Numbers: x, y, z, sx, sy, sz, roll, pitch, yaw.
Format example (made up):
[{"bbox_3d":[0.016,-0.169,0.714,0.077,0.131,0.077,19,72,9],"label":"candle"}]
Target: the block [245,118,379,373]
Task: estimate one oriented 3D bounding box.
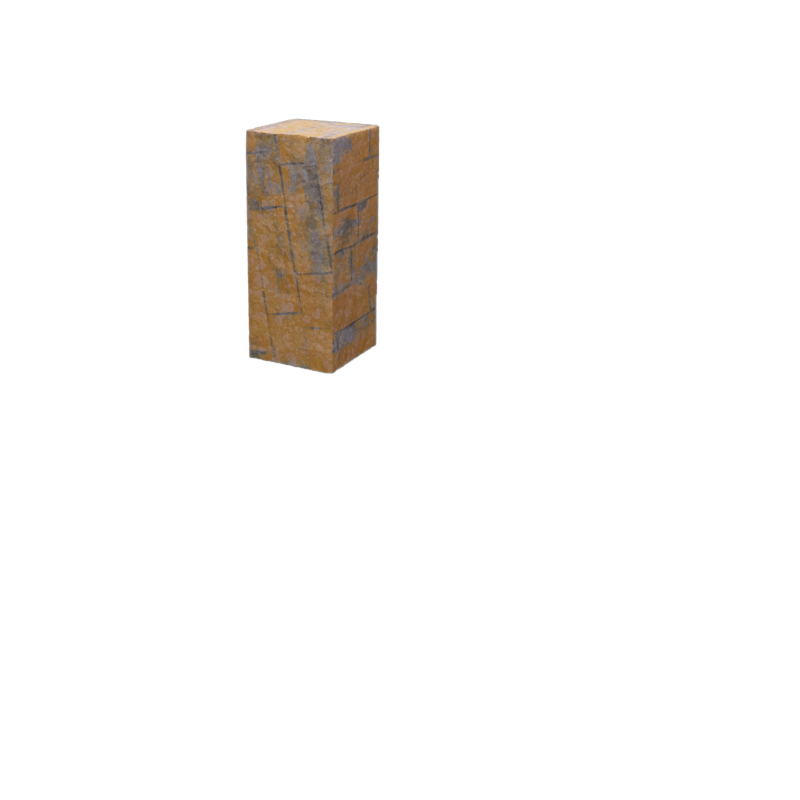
[{"bbox_3d":[-0.078,-0.142,0.991,0.094,0.199,0.090,9,18,26],"label":"block"}]
